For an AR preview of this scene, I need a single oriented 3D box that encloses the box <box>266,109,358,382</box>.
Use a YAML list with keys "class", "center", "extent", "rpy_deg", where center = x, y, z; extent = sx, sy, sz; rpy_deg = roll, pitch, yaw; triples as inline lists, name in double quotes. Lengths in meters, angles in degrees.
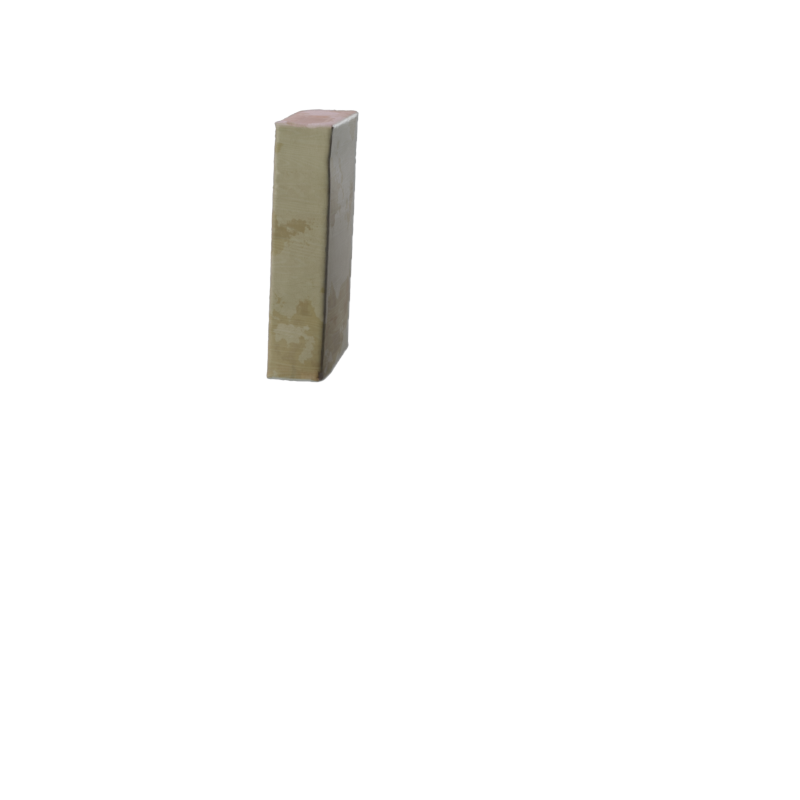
- class: "box"
  center: [-0.060, -0.110, 0.767]
  extent: [0.049, 0.171, 0.095]
  rpy_deg: [3, 14, 9]
